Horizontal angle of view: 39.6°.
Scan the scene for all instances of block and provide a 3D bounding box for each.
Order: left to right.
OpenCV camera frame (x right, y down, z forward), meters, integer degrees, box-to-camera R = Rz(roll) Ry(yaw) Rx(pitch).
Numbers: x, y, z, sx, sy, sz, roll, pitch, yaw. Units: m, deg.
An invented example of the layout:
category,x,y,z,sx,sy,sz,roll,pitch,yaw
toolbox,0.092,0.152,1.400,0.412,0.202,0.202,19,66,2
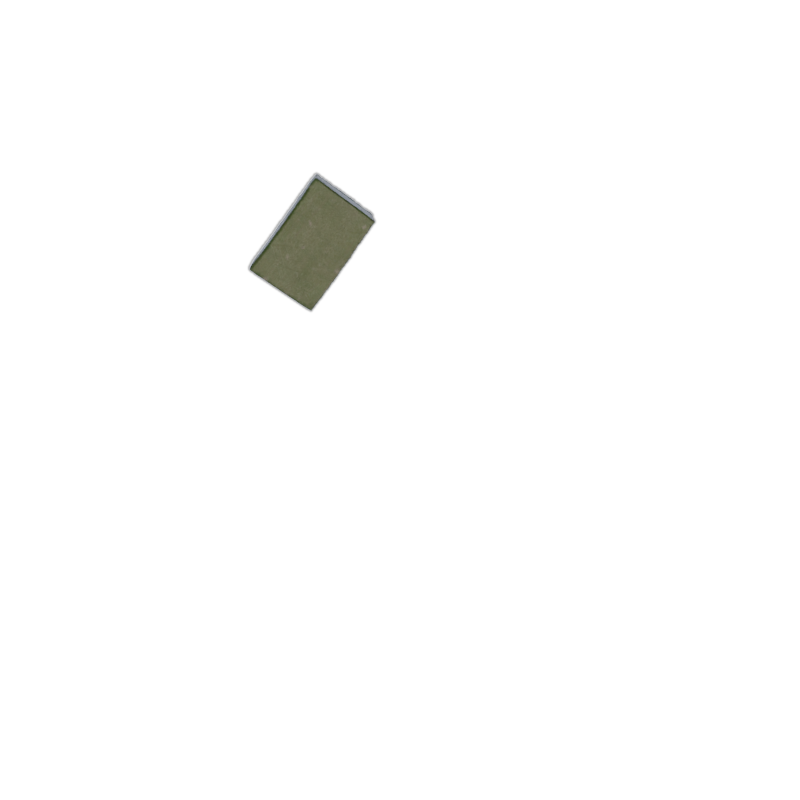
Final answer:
category,x,y,z,sx,sy,sz,roll,pitch,yaw
block,-0.060,-0.109,0.765,0.052,0.077,0.052,36,6,-8
